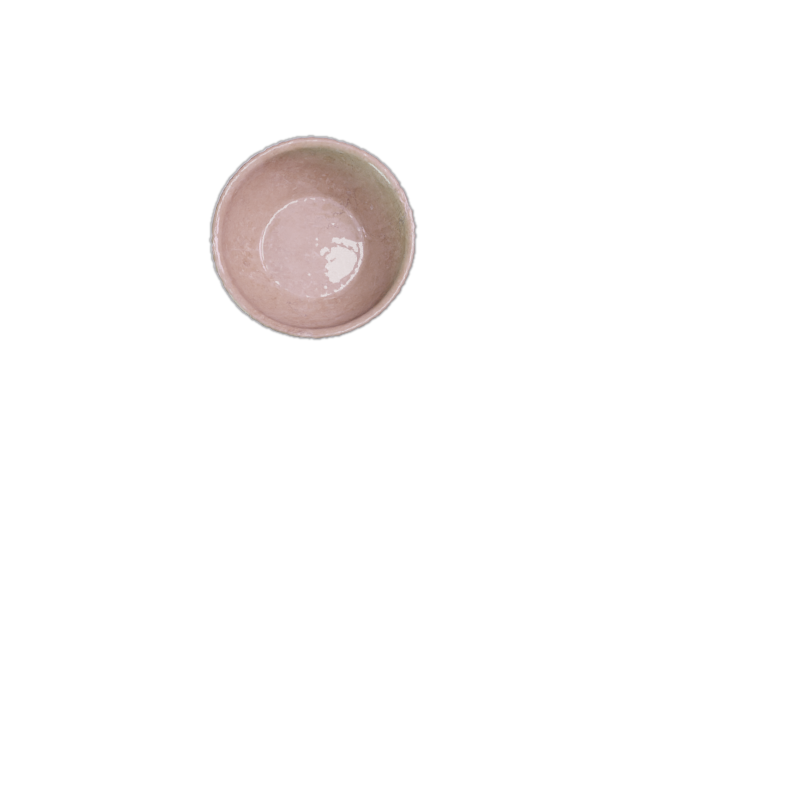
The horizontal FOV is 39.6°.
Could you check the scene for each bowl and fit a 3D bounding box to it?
[{"bbox_3d":[-0.070,-0.128,0.895,0.162,0.166,0.054,0,-9,-1],"label":"bowl"}]
